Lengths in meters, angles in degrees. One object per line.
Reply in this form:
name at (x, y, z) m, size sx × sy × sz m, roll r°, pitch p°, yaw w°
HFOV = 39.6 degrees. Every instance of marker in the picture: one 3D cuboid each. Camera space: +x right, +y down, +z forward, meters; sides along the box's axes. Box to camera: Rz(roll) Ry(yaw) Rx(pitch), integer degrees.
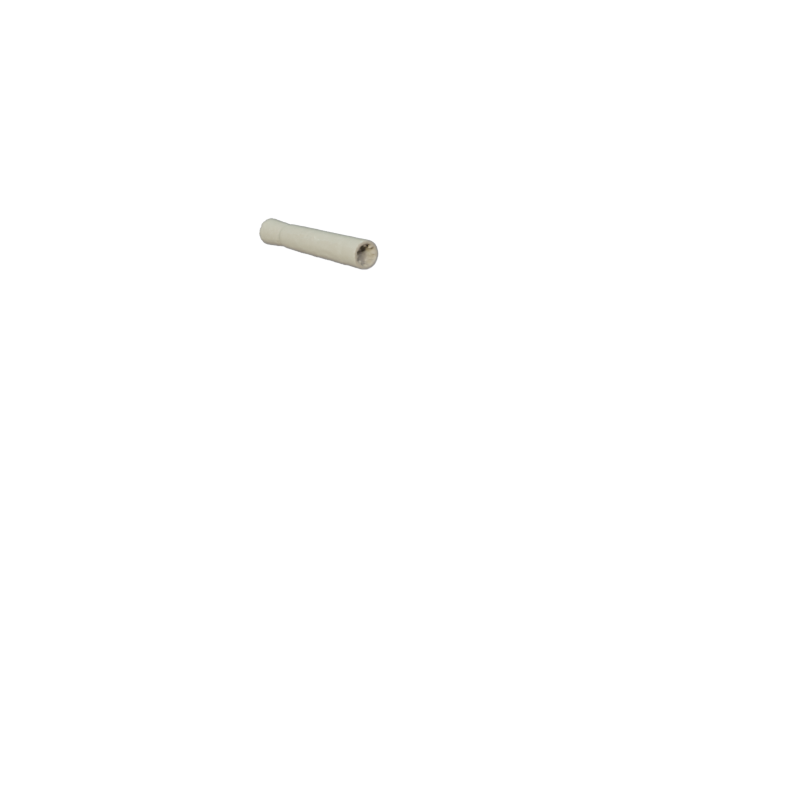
marker at (-0.057, -0.104, 0.729) m, size 0.019 × 0.019 × 0.128 m, roll -3°, pitch 15°, yaw -35°
